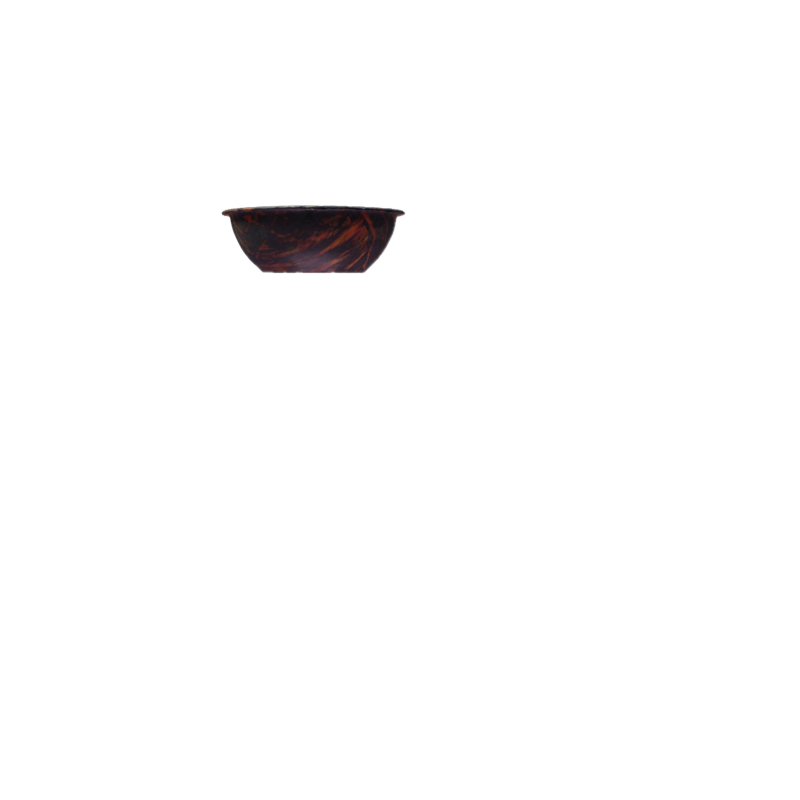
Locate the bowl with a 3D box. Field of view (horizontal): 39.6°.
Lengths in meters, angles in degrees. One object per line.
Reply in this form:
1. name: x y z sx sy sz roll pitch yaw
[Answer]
1. bowl: -0.076 -0.140 0.977 0.162 0.055 0.163 0 6 -2
